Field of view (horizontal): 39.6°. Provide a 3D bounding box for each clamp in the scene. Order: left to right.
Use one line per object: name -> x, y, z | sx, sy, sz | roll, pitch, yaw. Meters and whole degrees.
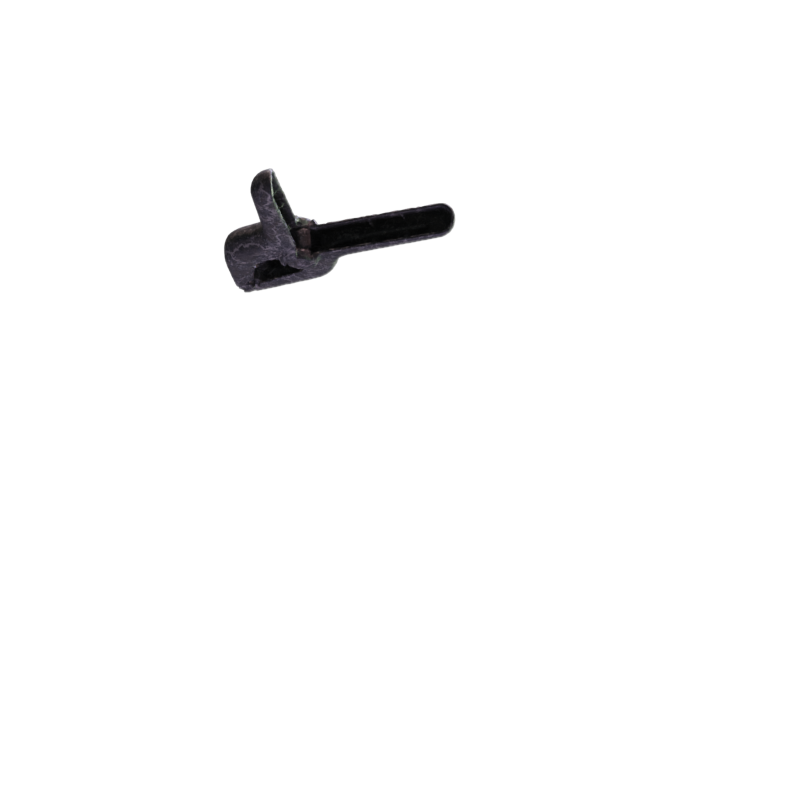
clamp -> -0.068, -0.124, 0.869 | 0.159, 0.038, 0.209 | 6, -14, -24
